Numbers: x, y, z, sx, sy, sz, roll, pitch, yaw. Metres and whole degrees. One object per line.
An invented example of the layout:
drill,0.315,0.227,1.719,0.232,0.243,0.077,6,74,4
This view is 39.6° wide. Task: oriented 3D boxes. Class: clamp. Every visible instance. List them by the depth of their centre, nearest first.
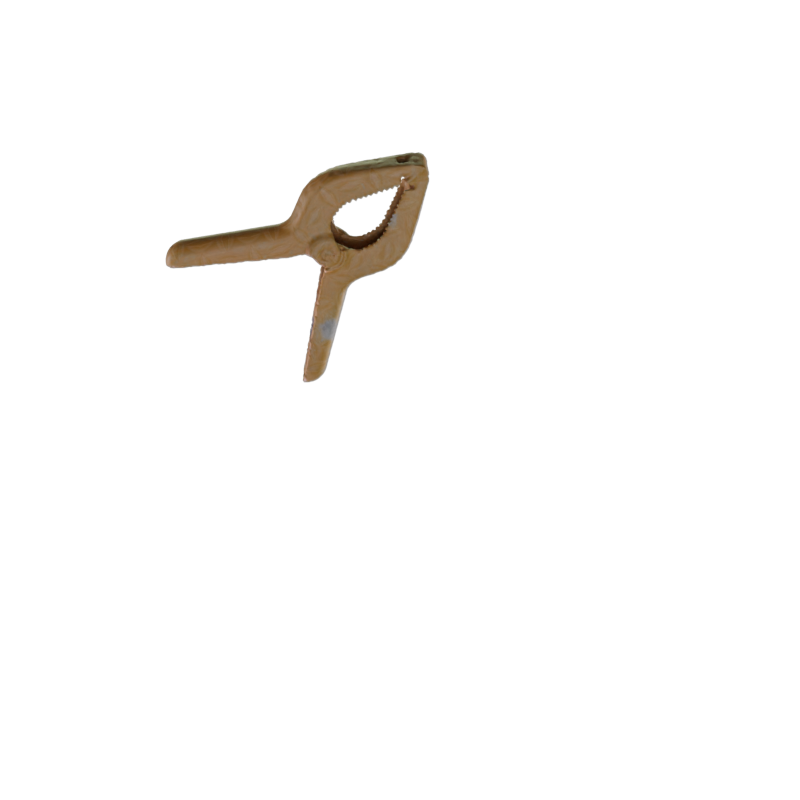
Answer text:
clamp,-0.067,-0.122,0.854,0.157,0.206,0.039,36,24,-20
